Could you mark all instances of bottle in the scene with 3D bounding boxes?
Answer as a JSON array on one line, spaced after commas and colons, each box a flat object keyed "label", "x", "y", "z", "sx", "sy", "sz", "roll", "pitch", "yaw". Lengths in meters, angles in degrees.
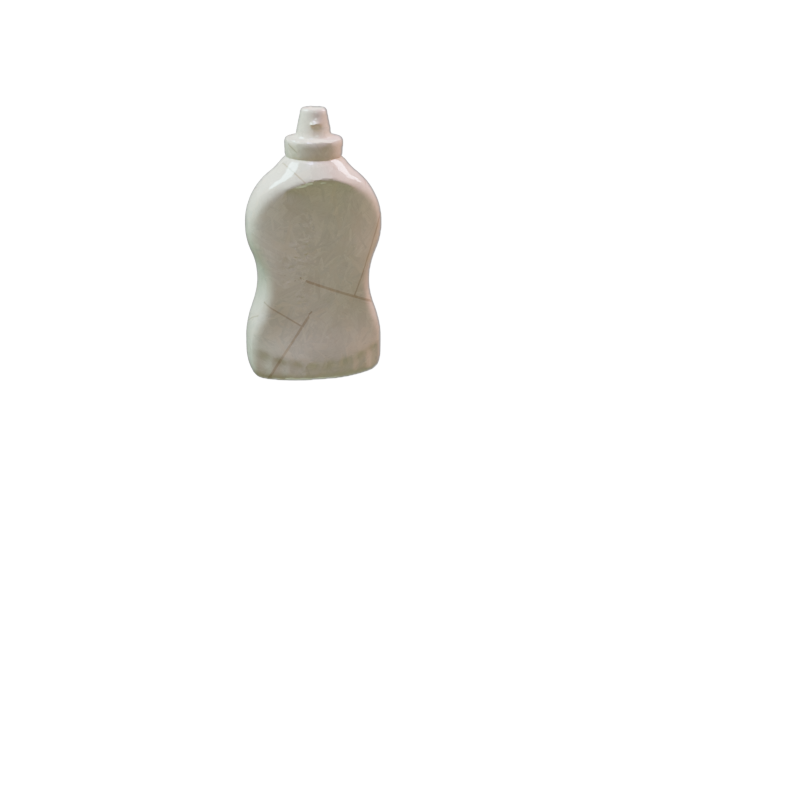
[{"label": "bottle", "x": -0.061, "y": -0.112, "z": 0.786, "sx": 0.095, "sy": 0.185, "sz": 0.061, "roll": -2, "pitch": 17, "yaw": -11}]
